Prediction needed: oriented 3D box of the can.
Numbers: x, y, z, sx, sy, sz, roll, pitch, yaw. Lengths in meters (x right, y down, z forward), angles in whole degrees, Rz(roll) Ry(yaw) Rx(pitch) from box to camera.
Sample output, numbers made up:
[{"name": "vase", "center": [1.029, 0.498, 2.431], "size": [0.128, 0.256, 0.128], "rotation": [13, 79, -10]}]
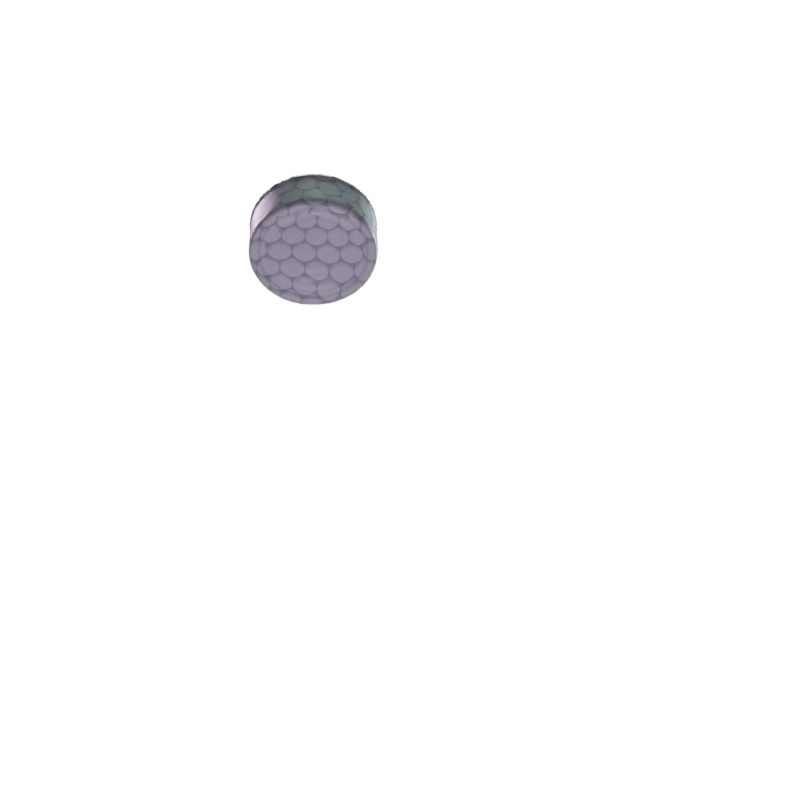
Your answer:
[{"name": "can", "center": [-0.057, -0.105, 0.732], "size": [0.086, 0.080, 0.036], "rotation": [1, 39, -1]}]
